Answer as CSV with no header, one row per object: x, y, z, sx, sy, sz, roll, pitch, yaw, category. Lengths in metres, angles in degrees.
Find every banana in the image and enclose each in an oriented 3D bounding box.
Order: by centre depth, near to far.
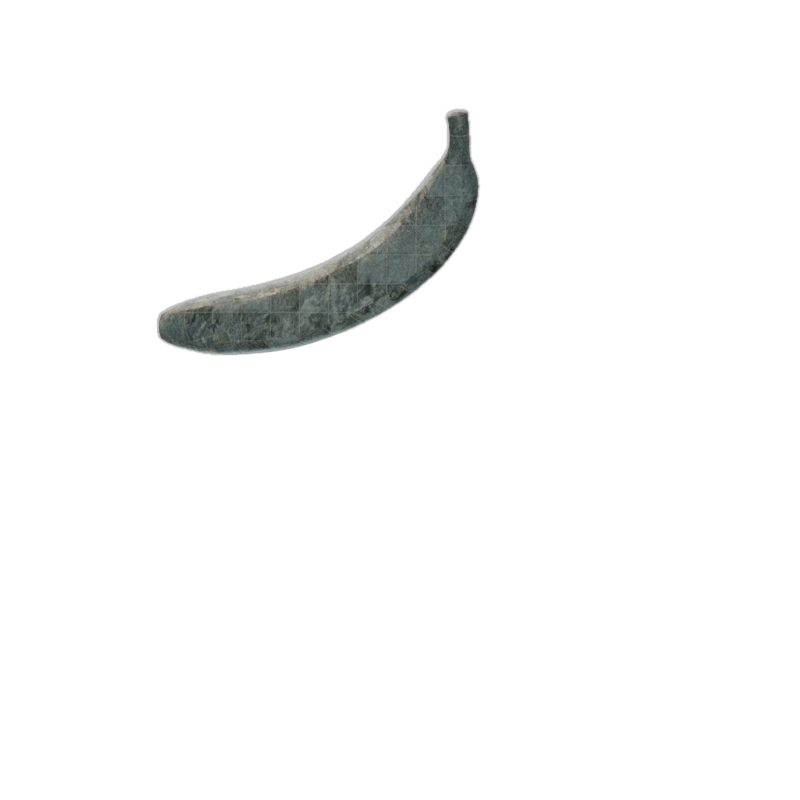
-0.032,-0.071,0.583,0.197,0.068,0.038,-34,12,7,banana
